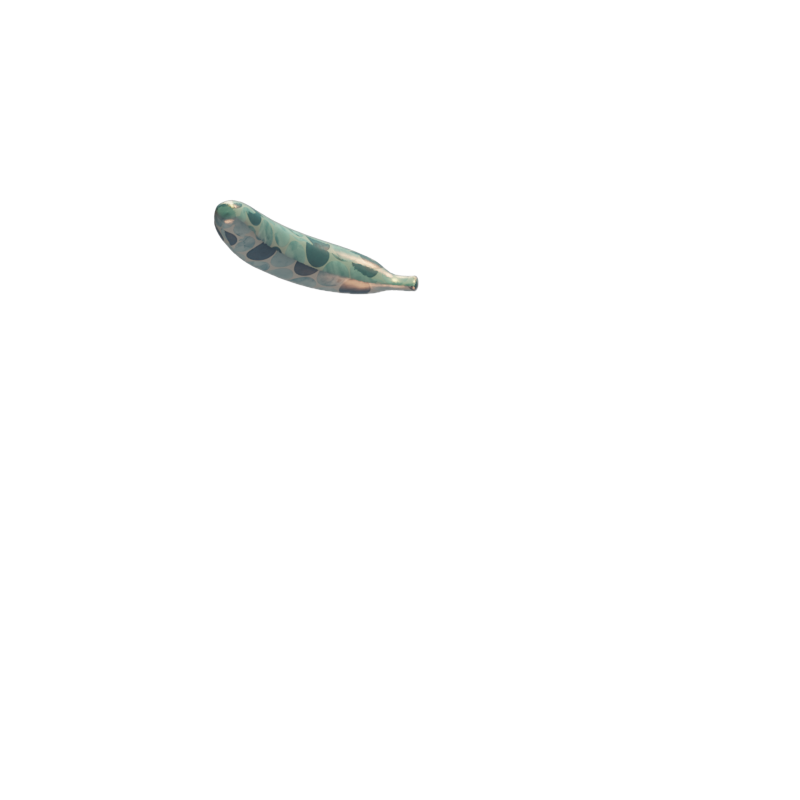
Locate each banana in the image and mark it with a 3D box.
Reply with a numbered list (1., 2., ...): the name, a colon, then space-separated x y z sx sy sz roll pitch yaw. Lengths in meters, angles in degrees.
1. banana: -0.075 -0.113 0.829 0.187 0.038 0.071 14 -21 -43
